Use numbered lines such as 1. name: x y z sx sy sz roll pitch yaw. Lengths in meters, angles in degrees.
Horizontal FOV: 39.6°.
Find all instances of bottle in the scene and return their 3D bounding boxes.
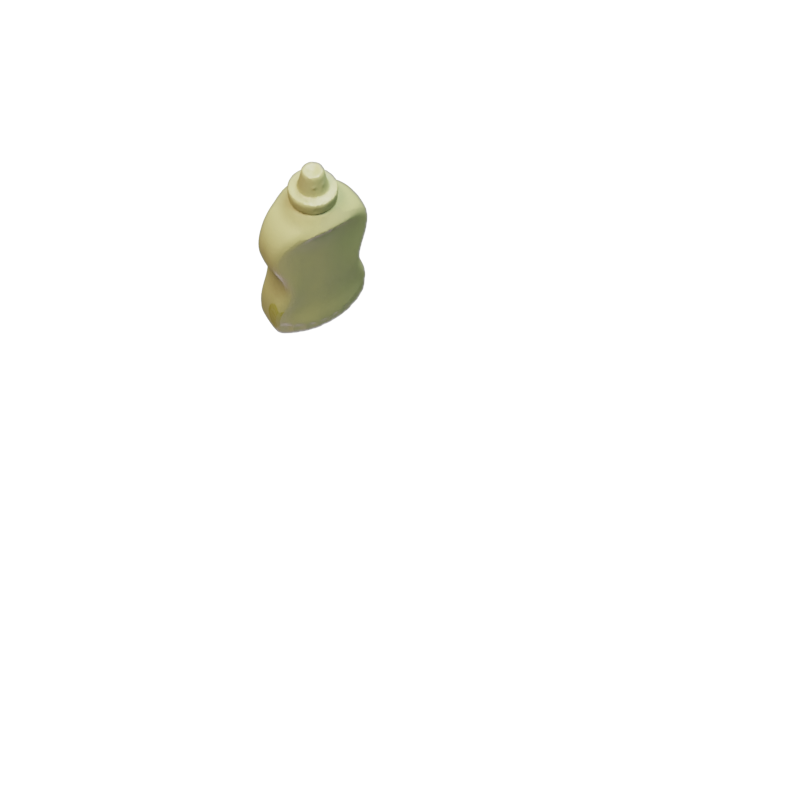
1. bottle: -0.074 -0.135 0.945 0.096 0.062 0.180 -27 -25 -18
